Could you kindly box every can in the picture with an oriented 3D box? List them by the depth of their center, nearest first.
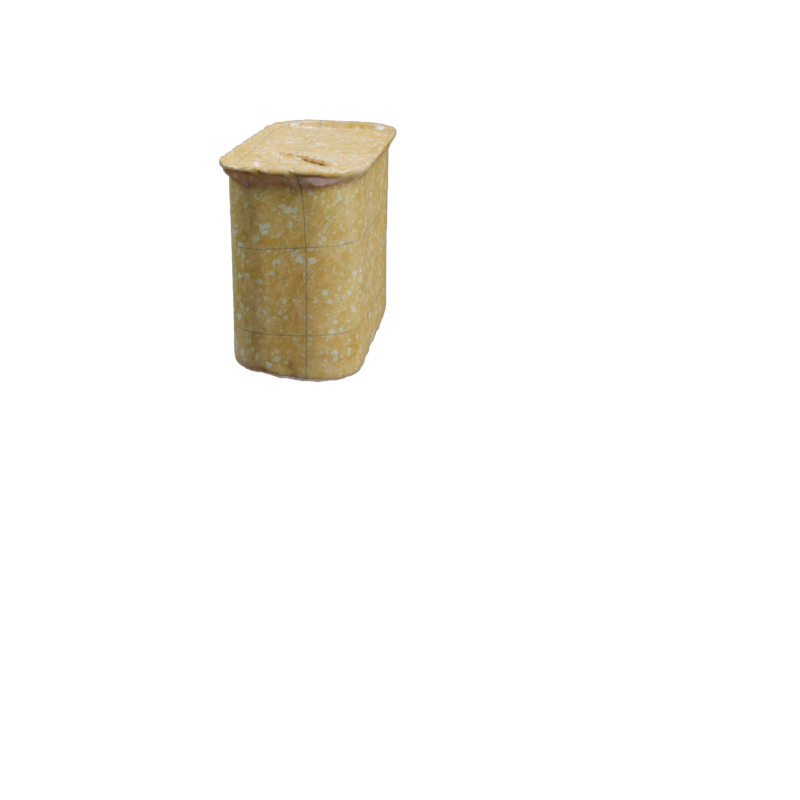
[{"bbox_3d":[-0.036,-0.065,0.455,0.058,0.080,0.105,4,21,8],"label":"can"}]
